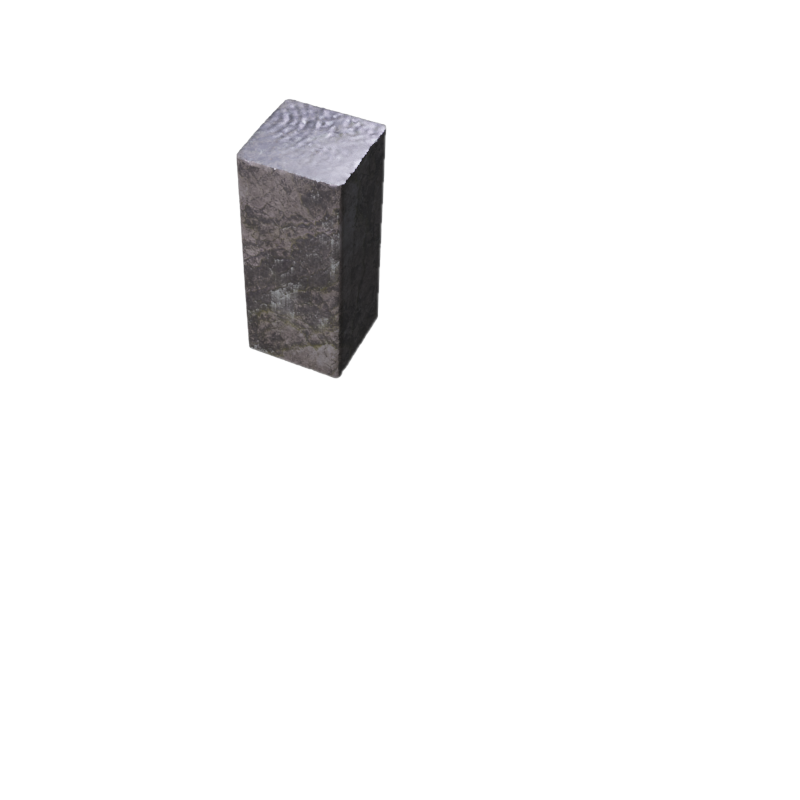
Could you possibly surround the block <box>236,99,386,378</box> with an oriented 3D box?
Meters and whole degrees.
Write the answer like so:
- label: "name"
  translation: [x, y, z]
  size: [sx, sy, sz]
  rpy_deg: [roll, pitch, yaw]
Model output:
- label: "block"
  translation: [-0.072, -0.130, 0.910]
  size: [0.094, 0.192, 0.093]
  rpy_deg: [19, 47, 15]
